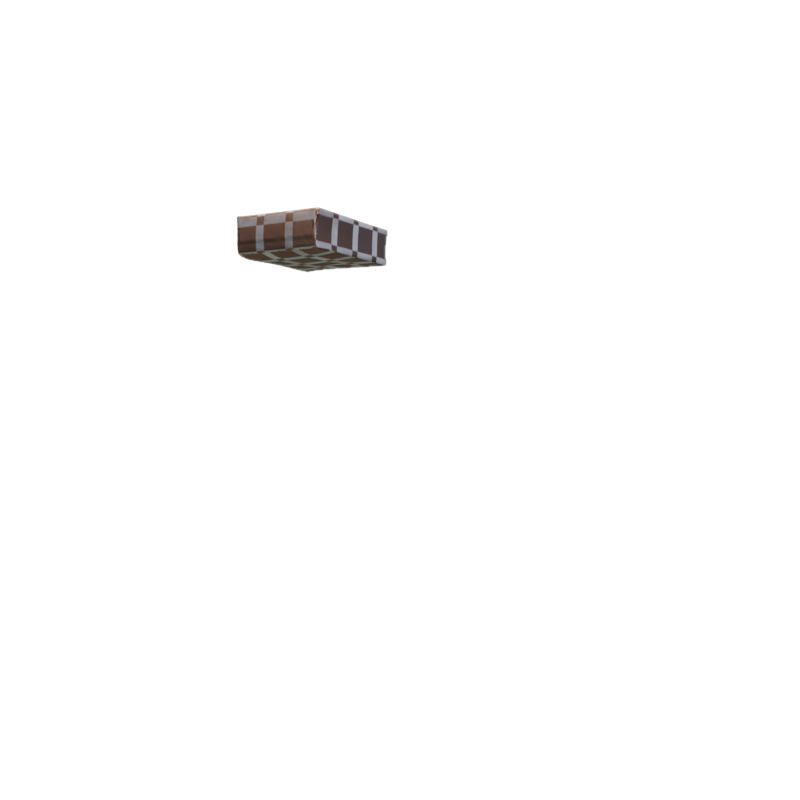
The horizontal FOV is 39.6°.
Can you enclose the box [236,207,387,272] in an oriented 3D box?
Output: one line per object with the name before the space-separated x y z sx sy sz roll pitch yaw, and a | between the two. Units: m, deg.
box | -0.077 -0.141 0.988 0.093 0.039 0.108 -2 -3 33
